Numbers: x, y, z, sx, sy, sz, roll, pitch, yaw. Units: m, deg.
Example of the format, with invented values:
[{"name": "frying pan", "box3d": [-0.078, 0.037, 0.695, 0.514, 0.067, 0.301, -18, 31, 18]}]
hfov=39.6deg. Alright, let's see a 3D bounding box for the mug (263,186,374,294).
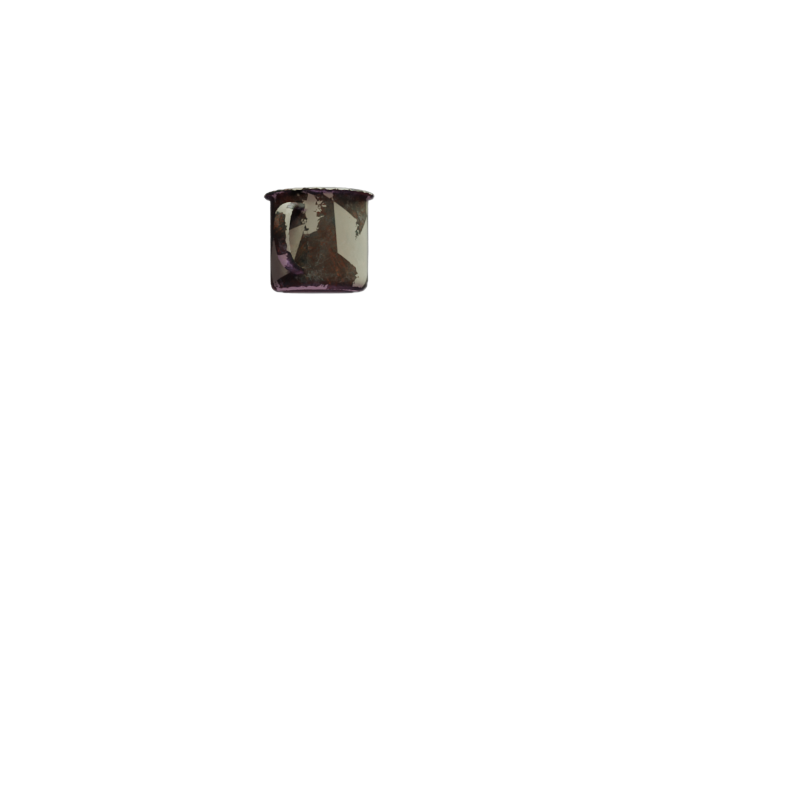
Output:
[{"name": "mug", "box3d": [-0.072, -0.131, 0.916, 0.096, 0.082, 0.113, -1, -1, 21]}]
